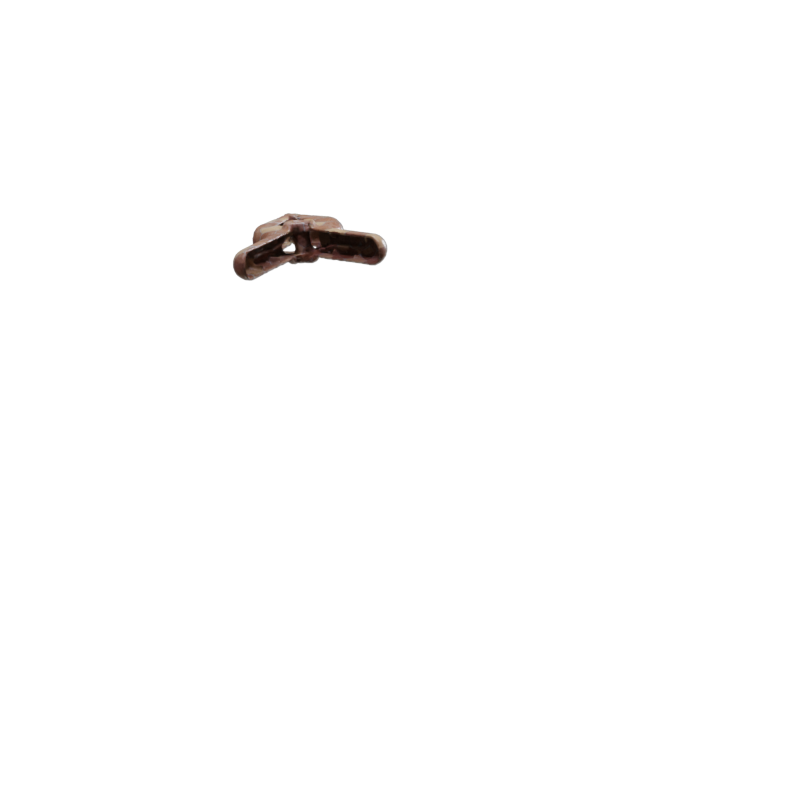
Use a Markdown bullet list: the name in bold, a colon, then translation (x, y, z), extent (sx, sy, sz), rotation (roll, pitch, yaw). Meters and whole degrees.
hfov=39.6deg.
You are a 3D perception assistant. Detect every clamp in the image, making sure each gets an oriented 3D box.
- **clamp**: translation (-0.073, -0.133, 0.930), extent (0.120, 0.038, 0.178), rotation (0, 20, -1)
